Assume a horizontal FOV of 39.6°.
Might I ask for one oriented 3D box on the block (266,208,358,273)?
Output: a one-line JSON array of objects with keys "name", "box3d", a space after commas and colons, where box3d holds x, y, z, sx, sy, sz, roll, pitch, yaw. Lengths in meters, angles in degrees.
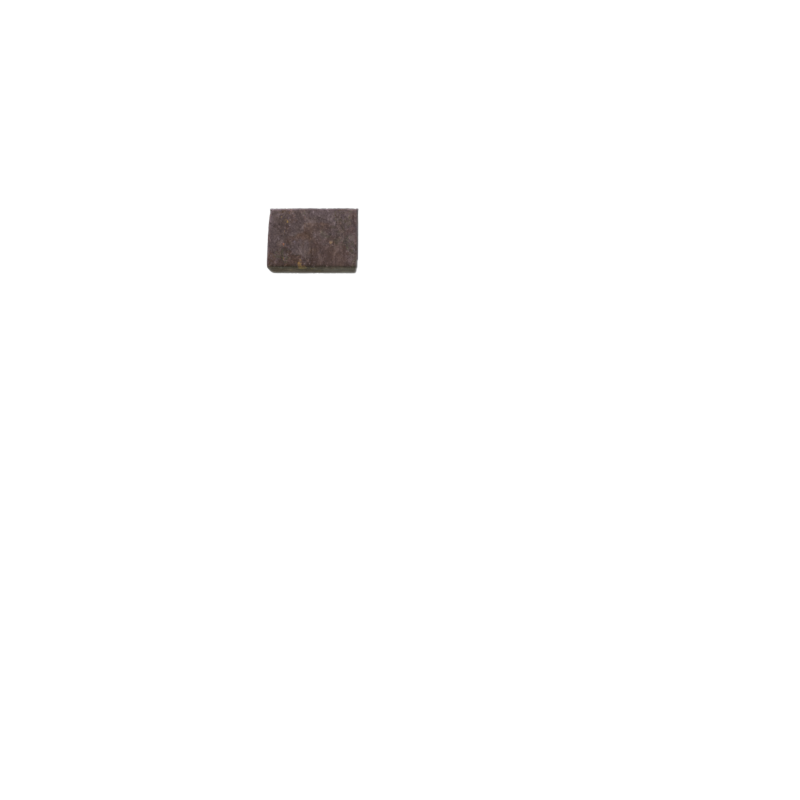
[{"name": "block", "box3d": [-0.075, -0.137, 0.961, 0.078, 0.052, 0.052, 0, -3, -1]}]
